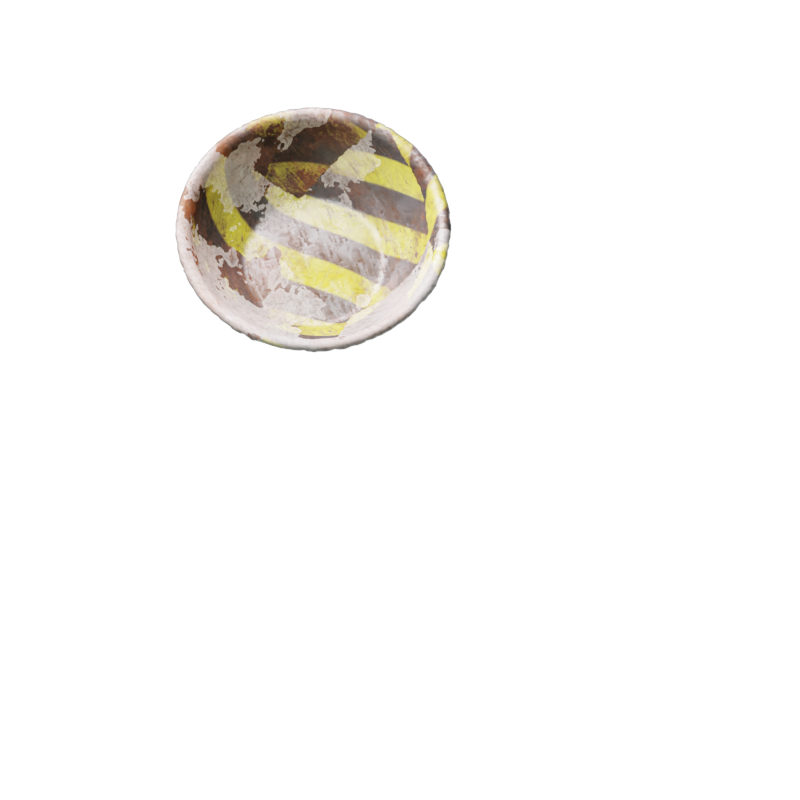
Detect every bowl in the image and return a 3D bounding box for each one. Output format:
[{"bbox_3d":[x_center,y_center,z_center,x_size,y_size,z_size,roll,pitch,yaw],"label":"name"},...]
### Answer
[{"bbox_3d":[-0.053,-0.096,0.672,0.162,0.171,0.052,-1,-25,-1],"label":"bowl"}]
